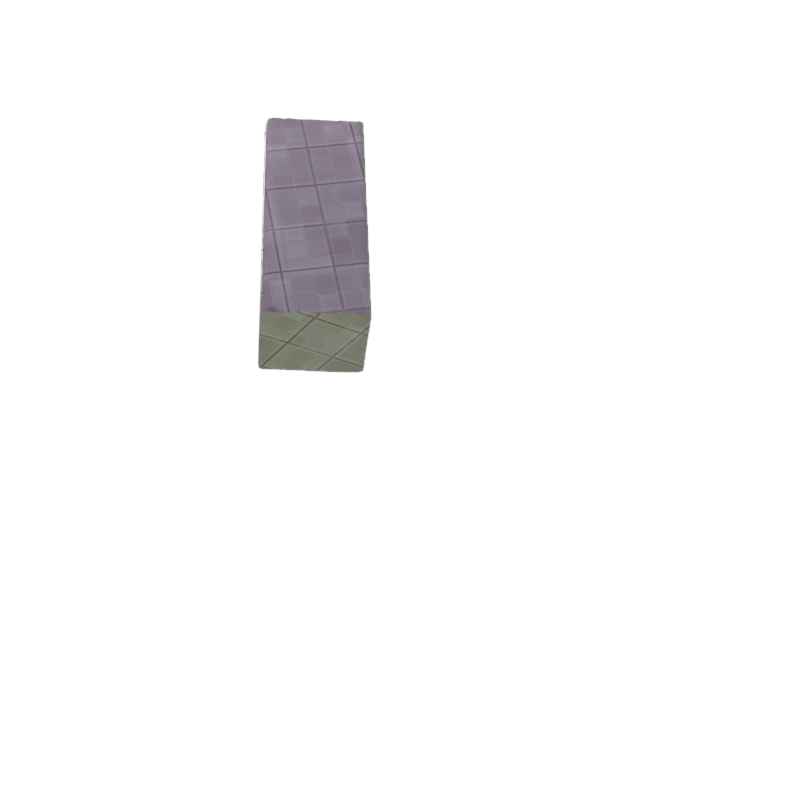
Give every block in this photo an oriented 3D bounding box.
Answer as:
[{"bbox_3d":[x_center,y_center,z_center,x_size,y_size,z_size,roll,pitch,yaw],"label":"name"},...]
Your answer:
[{"bbox_3d":[-0.075,-0.136,0.955,0.090,0.221,0.085,1,-34,-5],"label":"block"}]
